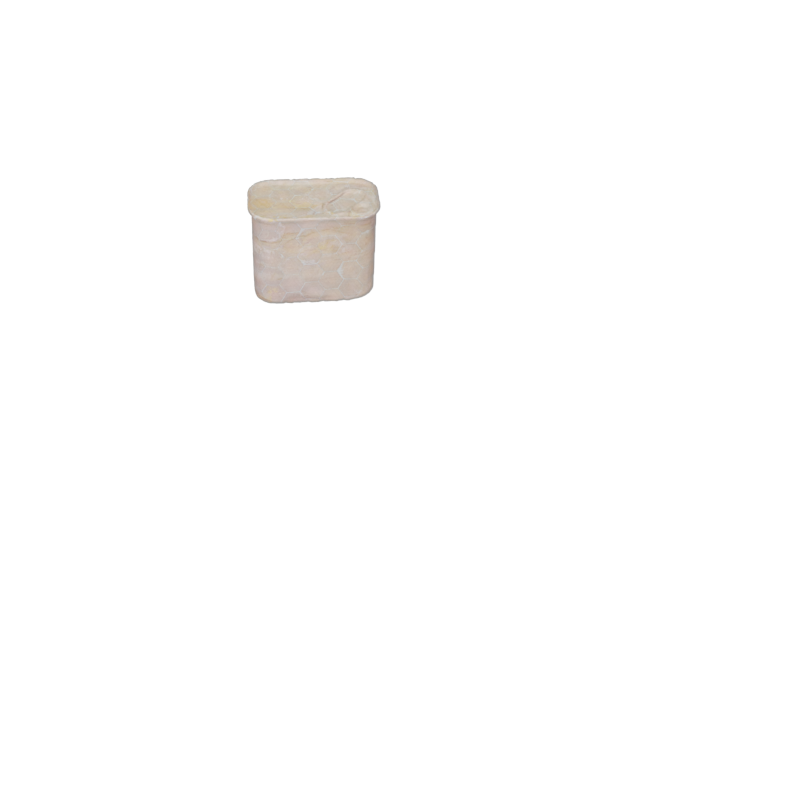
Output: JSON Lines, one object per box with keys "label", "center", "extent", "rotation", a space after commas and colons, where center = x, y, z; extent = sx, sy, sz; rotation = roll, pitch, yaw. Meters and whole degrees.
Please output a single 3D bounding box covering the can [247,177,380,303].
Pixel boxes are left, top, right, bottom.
{"label": "can", "center": [-0.069, -0.125, 0.877], "extent": [0.101, 0.078, 0.062], "rotation": [-2, 39, -4]}
